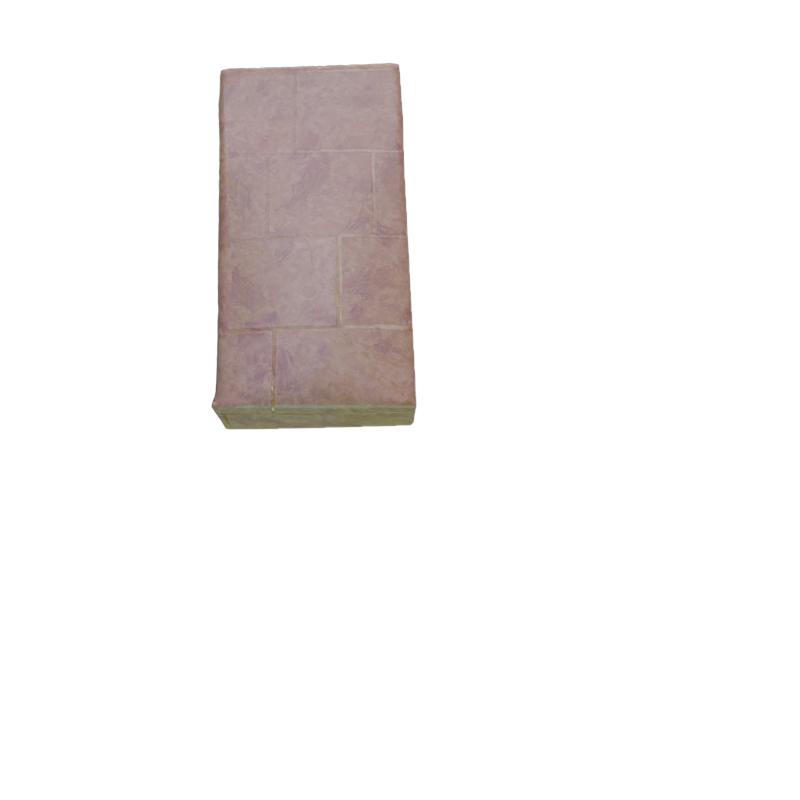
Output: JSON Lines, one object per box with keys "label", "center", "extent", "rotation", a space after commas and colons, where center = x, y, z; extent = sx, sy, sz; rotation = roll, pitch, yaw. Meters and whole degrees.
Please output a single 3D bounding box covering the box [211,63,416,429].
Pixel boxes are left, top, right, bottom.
{"label": "box", "center": [-0.042, -0.077, 0.541], "extent": [0.093, 0.185, 0.045], "rotation": [-2, -22, 1]}
